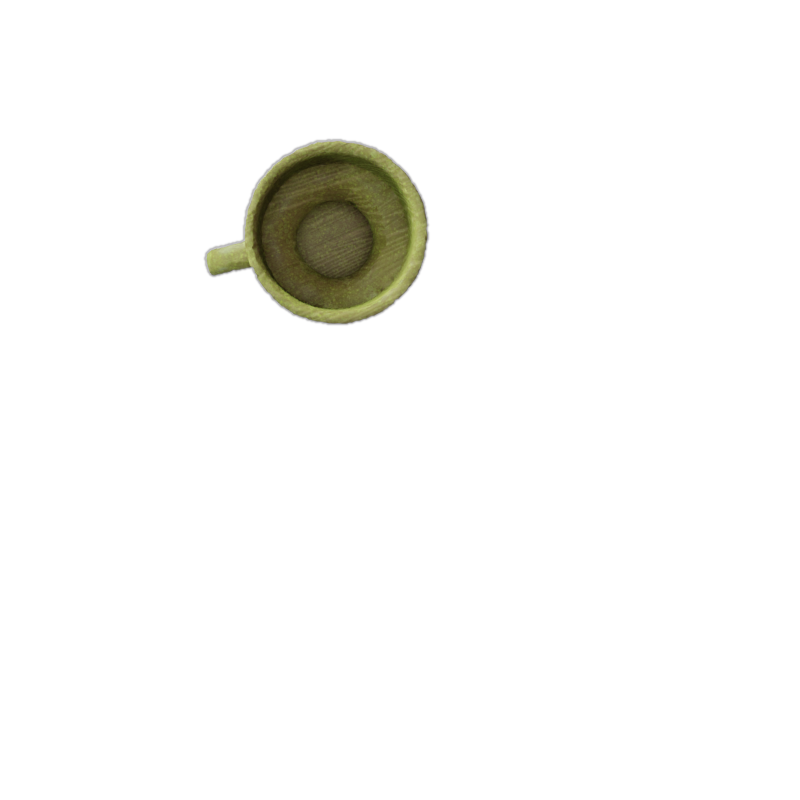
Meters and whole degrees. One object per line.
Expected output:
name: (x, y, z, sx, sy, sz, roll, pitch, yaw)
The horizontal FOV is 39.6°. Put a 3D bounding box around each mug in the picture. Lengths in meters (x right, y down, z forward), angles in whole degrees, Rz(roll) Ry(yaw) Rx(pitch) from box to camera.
mug: (-0.047, -0.085, 0.598, 0.117, 0.093, 0.082, -16, 2, -1)
